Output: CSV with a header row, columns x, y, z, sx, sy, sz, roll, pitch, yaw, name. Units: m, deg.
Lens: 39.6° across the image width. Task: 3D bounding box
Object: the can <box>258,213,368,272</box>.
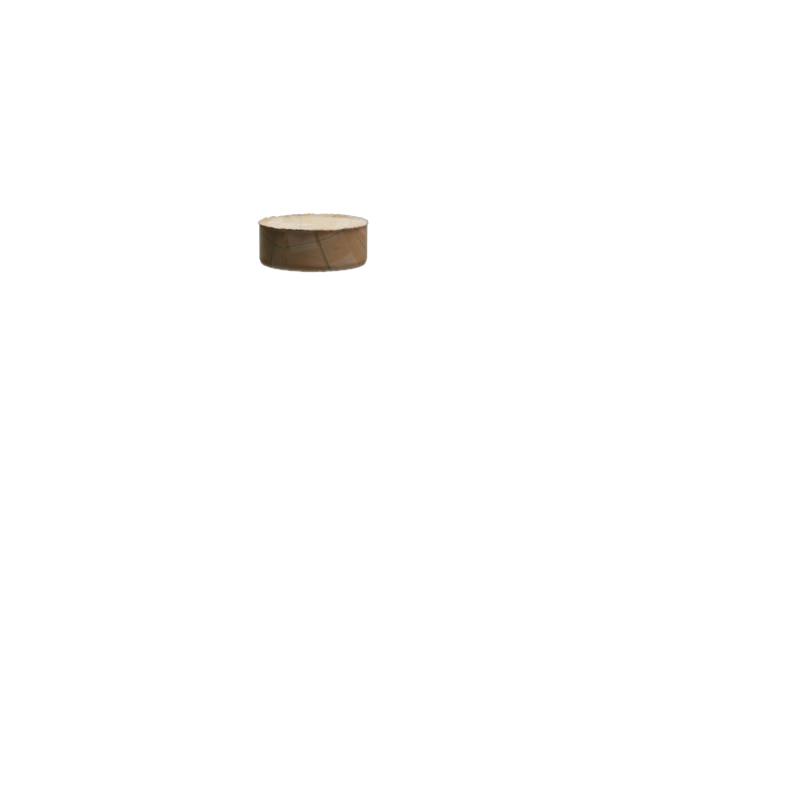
x,y,z,sx,sy,sz,roll,pitch,yaw,name
-0.068,-0.123,0.863,0.086,0.033,0.089,0,16,-2,can
